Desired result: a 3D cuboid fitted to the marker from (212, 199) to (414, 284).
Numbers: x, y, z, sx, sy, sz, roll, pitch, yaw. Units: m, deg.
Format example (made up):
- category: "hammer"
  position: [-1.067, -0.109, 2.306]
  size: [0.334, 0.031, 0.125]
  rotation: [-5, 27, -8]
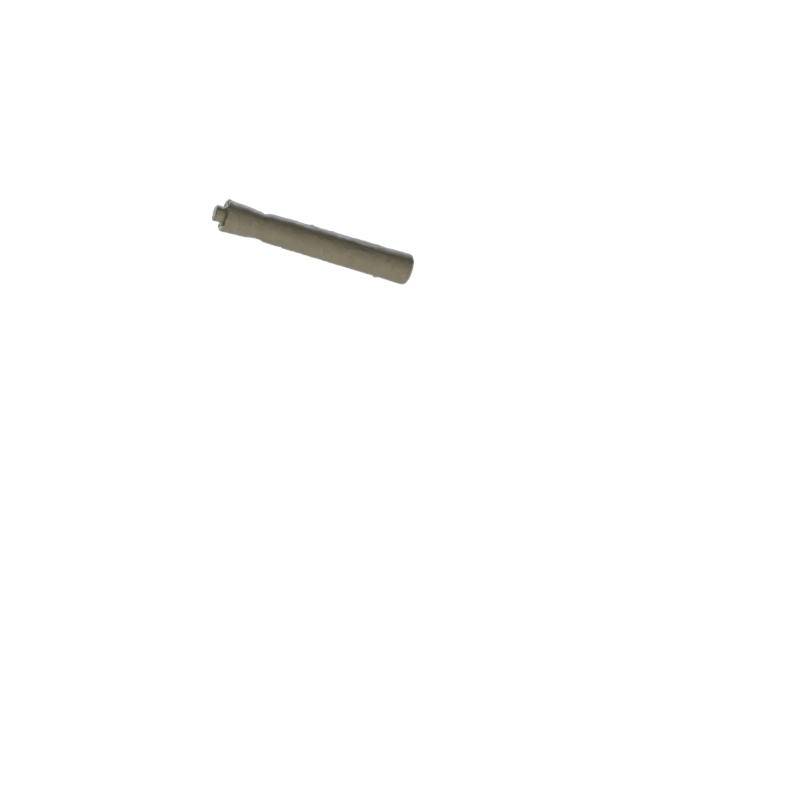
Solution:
- category: "marker"
  position: [-0.050, -0.091, 0.638]
  size: [0.117, 0.020, 0.020]
  rotation: [14, -1, -17]
